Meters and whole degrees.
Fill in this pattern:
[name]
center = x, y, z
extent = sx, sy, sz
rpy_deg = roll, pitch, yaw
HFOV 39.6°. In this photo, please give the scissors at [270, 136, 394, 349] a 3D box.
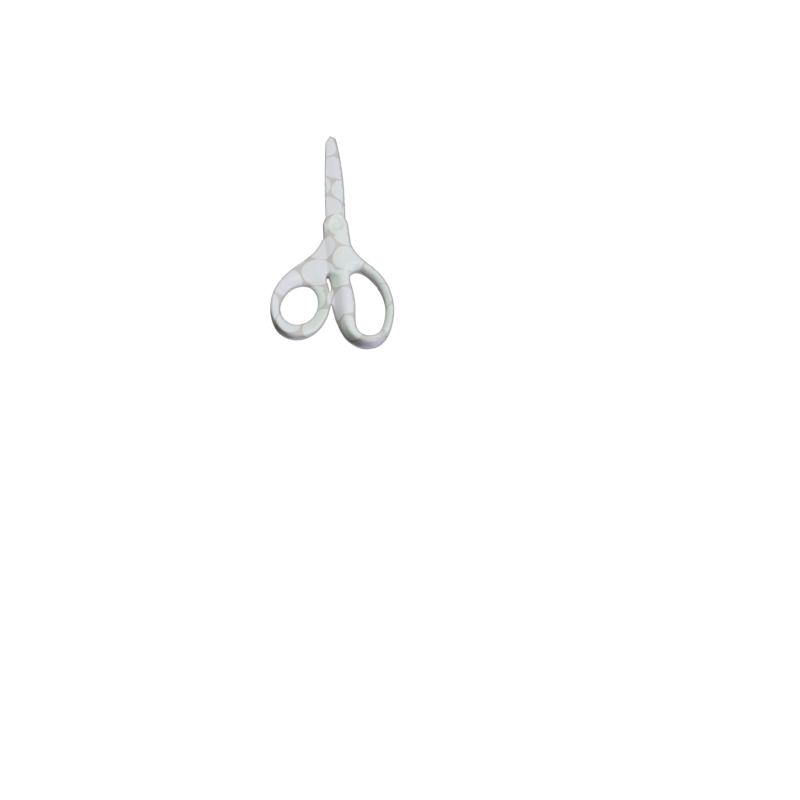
[scissors]
center = -0.065, -0.118, 0.825
extent = 0.095, 0.218, 0.015
rpy_deg = -15, -35, -11
